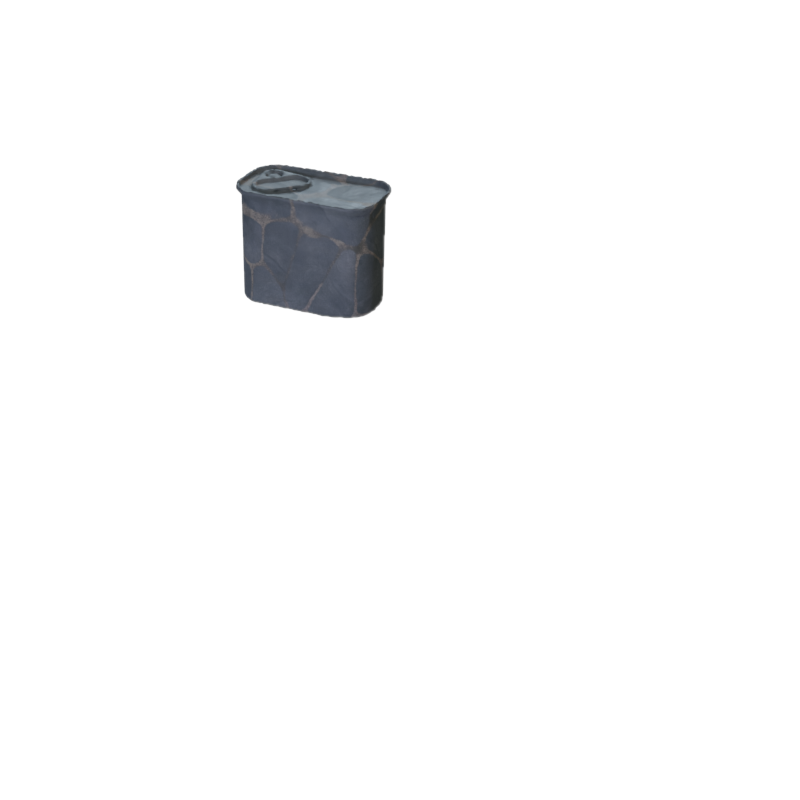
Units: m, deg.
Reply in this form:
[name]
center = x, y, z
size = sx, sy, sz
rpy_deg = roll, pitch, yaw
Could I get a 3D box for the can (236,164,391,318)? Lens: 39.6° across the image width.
[can]
center = -0.059, -0.108, 0.758
size = 0.105, 0.079, 0.059
rpy_deg = 13, 30, 20
